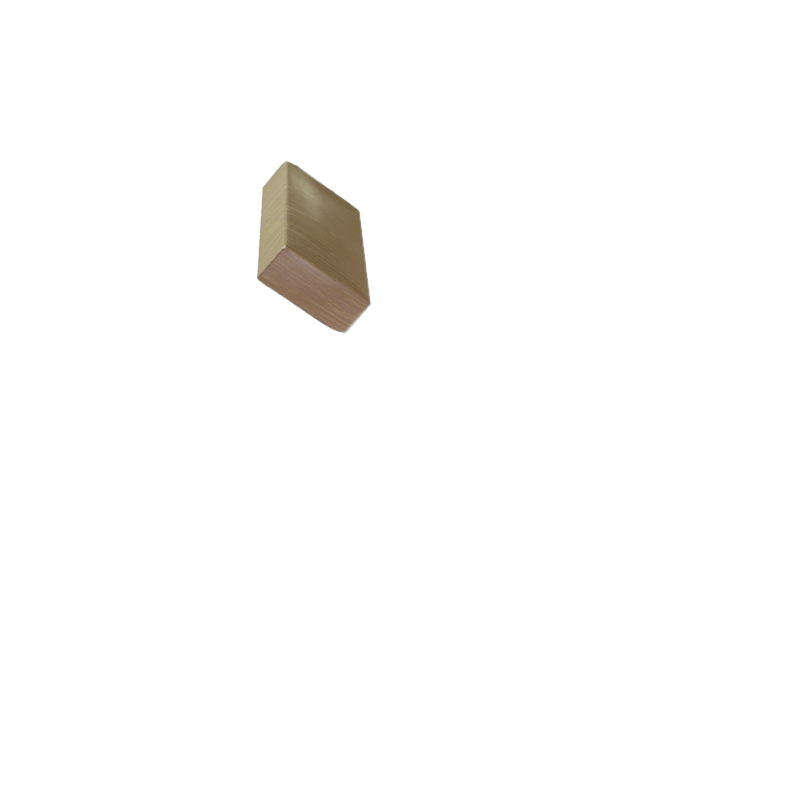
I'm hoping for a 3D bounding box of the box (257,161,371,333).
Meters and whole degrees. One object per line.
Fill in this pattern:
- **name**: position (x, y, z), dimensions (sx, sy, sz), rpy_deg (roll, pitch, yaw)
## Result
- **box**: position (-0.077, -0.140, 0.980), dimensions (0.089, 0.047, 0.188), rpy_deg (32, 27, -23)
